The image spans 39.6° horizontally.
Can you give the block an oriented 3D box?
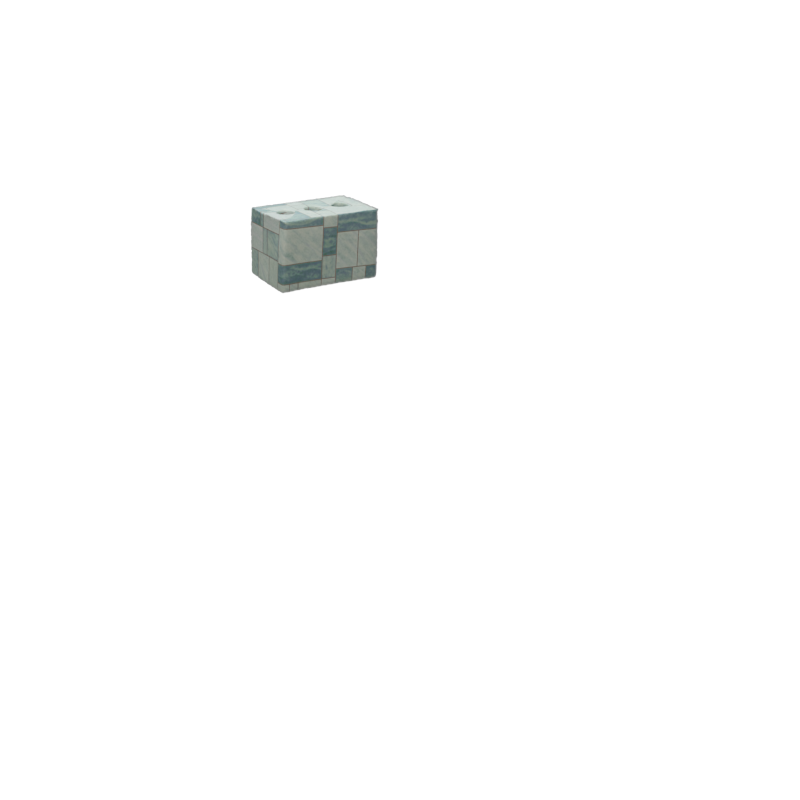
[{"bbox_3d":[-0.062,-0.113,0.793,0.076,0.049,0.056,-12,24,-30],"label":"block"}]
